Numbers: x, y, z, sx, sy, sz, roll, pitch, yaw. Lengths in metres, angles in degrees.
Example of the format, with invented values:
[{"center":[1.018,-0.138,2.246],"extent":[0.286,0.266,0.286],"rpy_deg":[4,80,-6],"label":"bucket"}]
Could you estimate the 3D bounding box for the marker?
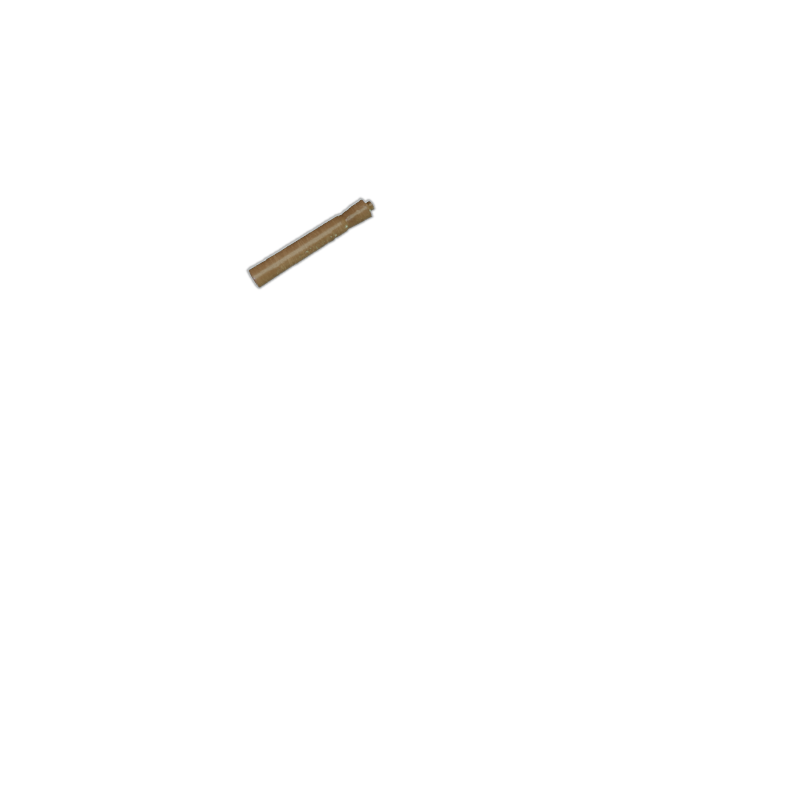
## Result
[{"center":[-0.074,-0.134,0.941],"extent":[0.121,0.019,0.020],"rpy_deg":[-33,10,-8],"label":"marker"}]
